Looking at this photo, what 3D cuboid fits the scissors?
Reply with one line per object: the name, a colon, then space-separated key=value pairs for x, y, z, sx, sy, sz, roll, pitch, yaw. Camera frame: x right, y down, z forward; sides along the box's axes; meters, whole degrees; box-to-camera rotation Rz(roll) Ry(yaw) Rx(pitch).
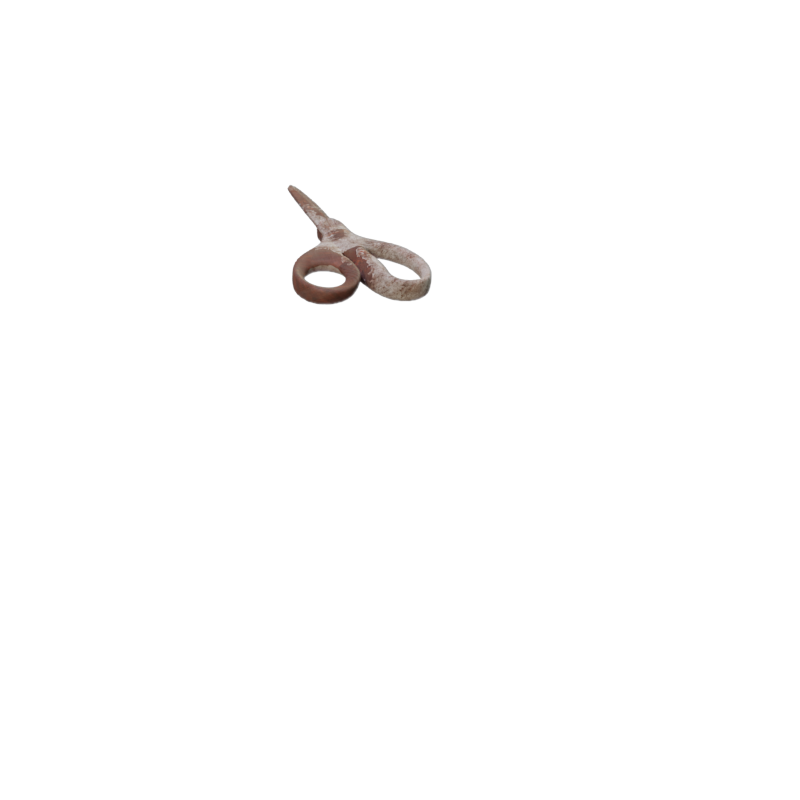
scissors: x=-0.059 y=-0.108 z=0.758 sx=0.095 sy=0.015 sz=0.216 roll=-19 pitch=34 yaw=-30
